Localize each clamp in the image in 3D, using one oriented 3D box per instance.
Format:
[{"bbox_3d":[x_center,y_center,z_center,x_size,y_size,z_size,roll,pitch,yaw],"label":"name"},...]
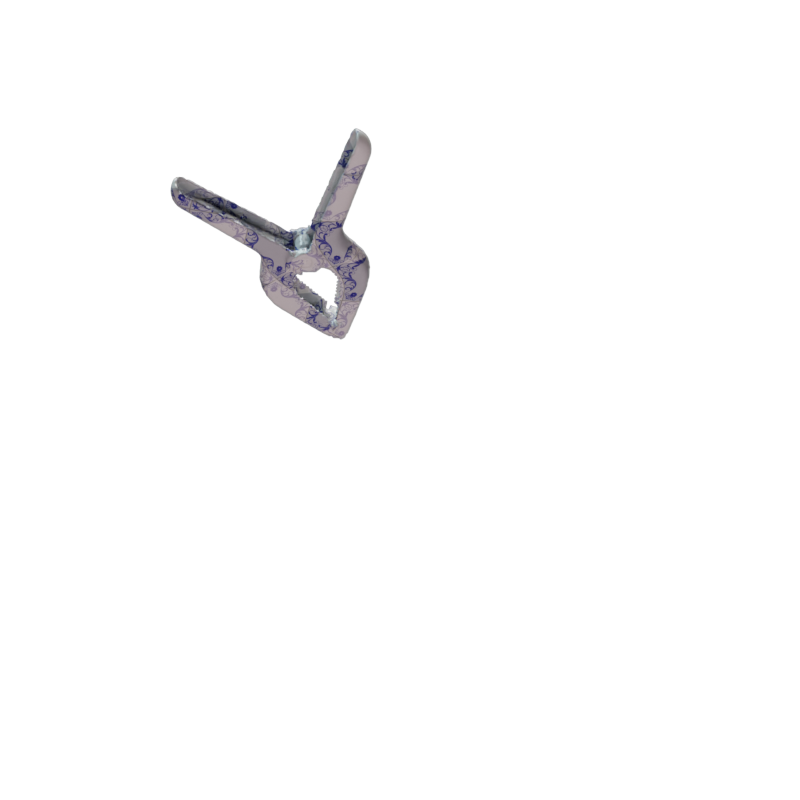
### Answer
[{"bbox_3d":[-0.072,-0.132,0.924,0.166,0.039,0.194,-17,-47,16],"label":"clamp"}]
